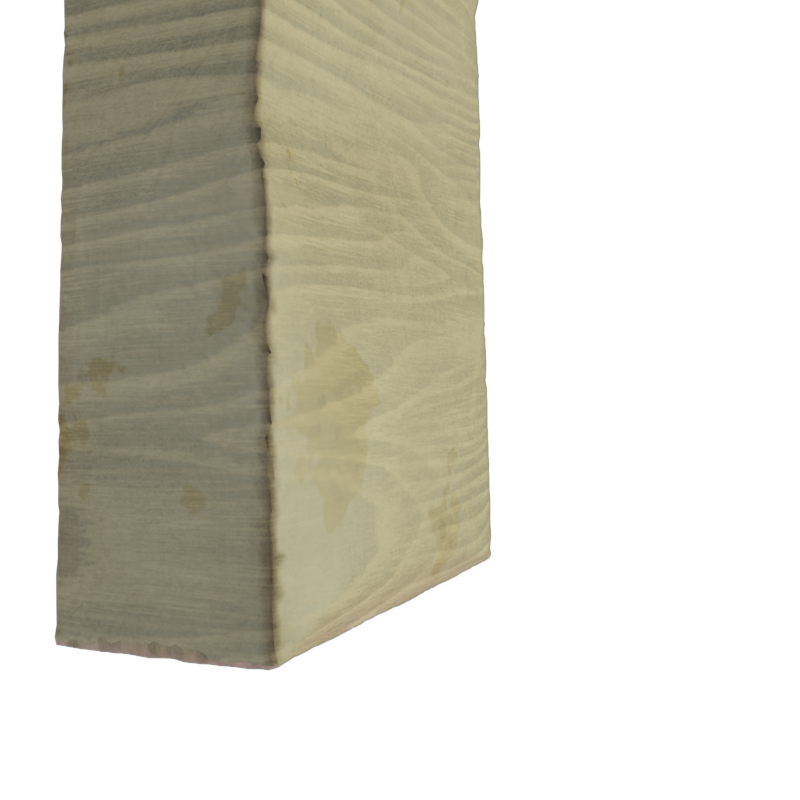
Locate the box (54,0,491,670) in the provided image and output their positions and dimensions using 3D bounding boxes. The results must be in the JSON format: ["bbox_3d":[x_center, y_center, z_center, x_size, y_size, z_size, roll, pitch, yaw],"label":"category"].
[{"bbox_3d":[-0.026,-0.048,0.337,0.074,0.217,0.158,-3,-5,23],"label":"box"}]
